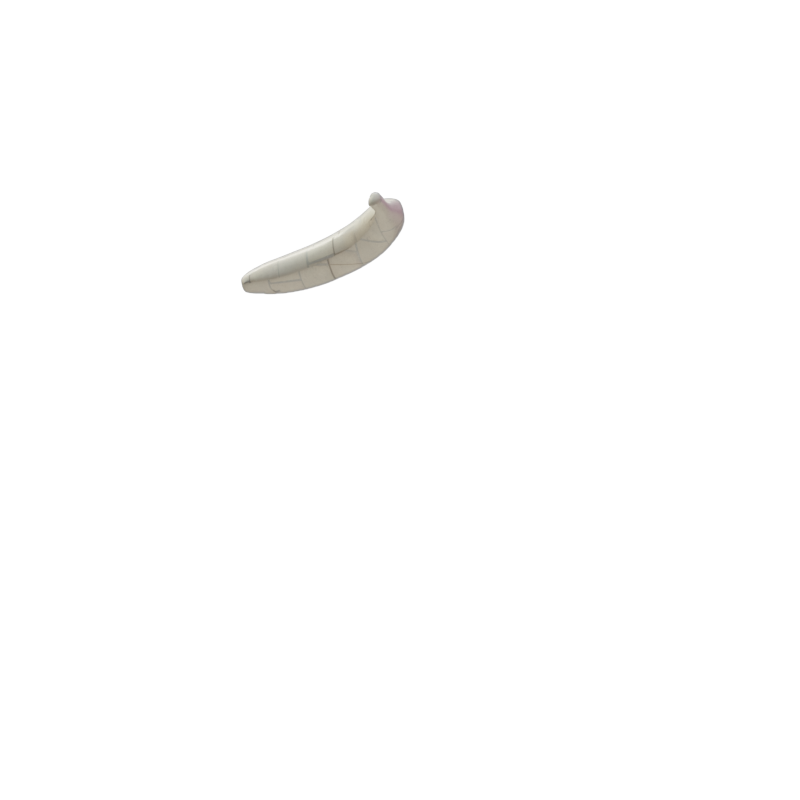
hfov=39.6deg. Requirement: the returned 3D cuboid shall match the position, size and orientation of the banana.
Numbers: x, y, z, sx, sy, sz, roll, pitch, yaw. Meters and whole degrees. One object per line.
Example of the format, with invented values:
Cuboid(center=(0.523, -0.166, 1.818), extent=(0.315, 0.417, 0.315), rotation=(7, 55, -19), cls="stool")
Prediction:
Cuboid(center=(-0.057, -0.132, 0.951), extent=(0.066, 0.039, 0.197), rotation=(19, -30, -36), cls="banana")
